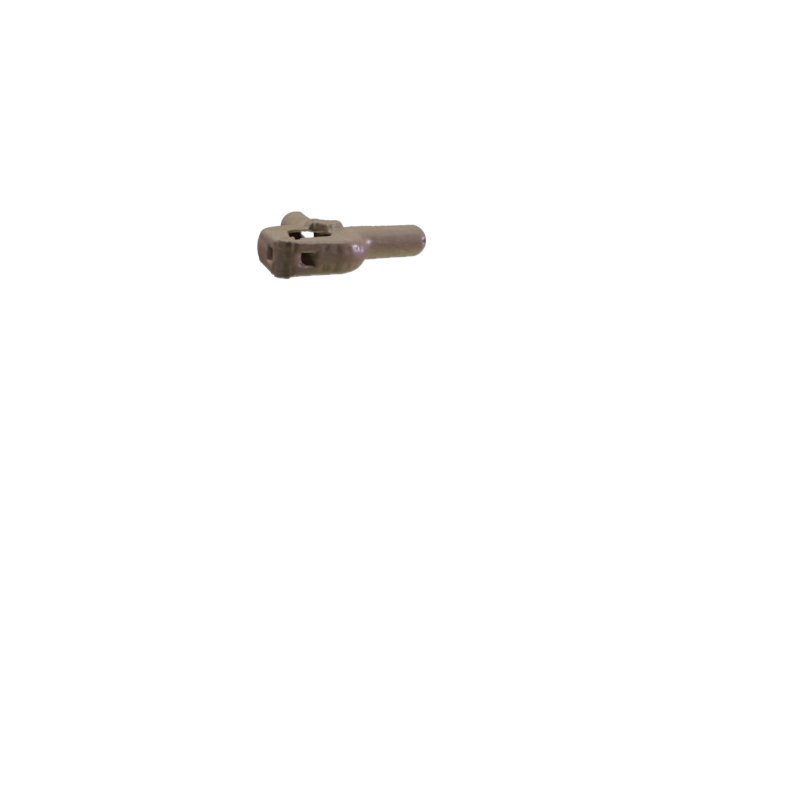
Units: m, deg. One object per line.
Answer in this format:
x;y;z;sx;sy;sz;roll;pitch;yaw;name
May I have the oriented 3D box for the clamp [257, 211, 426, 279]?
-0.065;-0.119;0.836;0.124;0.038;0.169;6;13;26;clamp
